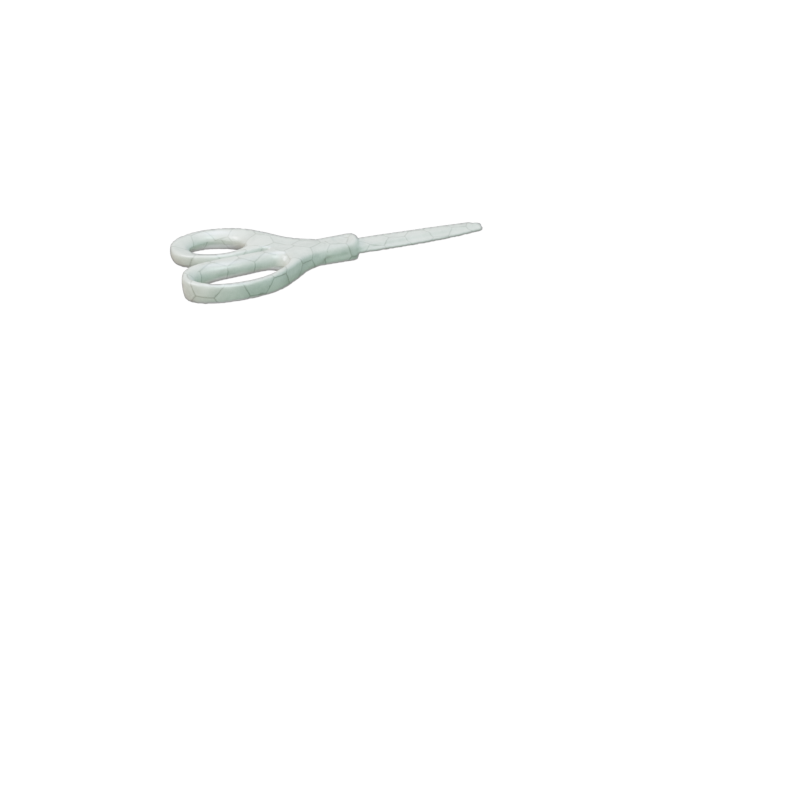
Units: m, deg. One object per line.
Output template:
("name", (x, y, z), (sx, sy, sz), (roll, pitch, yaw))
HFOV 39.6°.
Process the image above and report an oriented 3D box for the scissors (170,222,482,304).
("scissors", (-0.054, -0.098, 0.685), (0.199, 0.015, 0.103), (-22, 35, -35))
